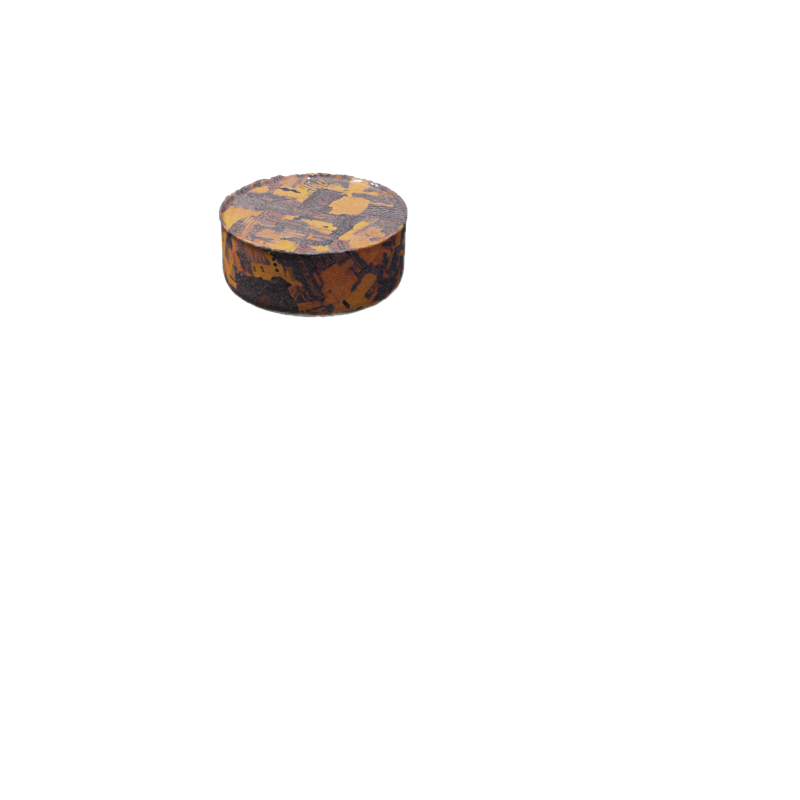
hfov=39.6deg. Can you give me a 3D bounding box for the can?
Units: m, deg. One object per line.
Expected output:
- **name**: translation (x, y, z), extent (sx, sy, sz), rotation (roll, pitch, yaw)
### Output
- **can**: translation (-0.040, -0.073, 0.510), extent (0.086, 0.032, 0.091), rotation (-1, 32, -2)
